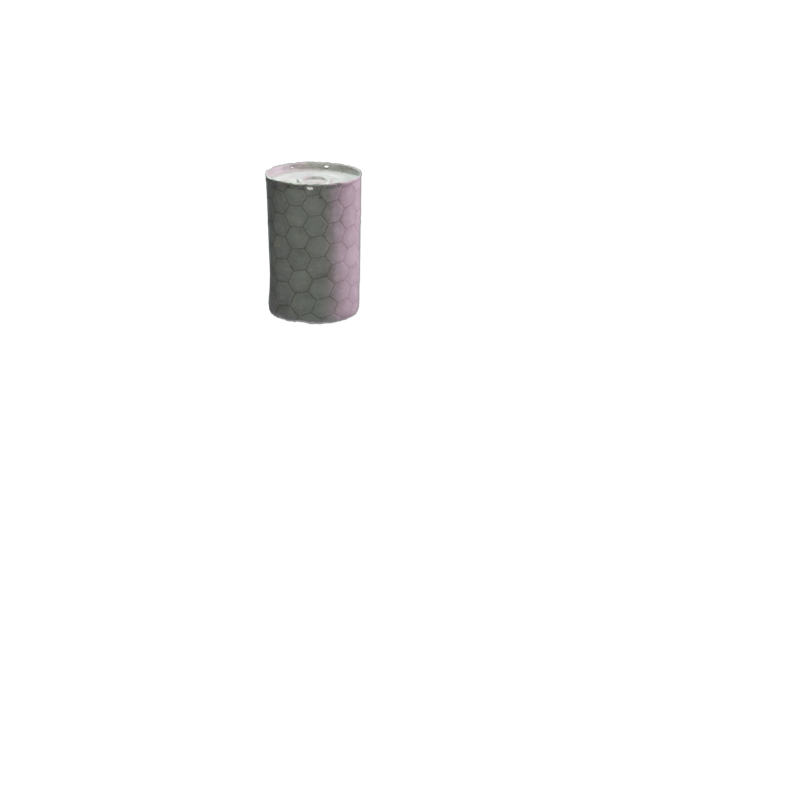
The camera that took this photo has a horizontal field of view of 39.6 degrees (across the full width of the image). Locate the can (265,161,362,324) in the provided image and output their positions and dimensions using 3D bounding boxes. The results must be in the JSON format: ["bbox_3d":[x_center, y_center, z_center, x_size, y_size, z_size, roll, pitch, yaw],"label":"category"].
[{"bbox_3d":[-0.062,-0.113,0.788,0.068,0.098,0.072,0,19,-2],"label":"can"}]
